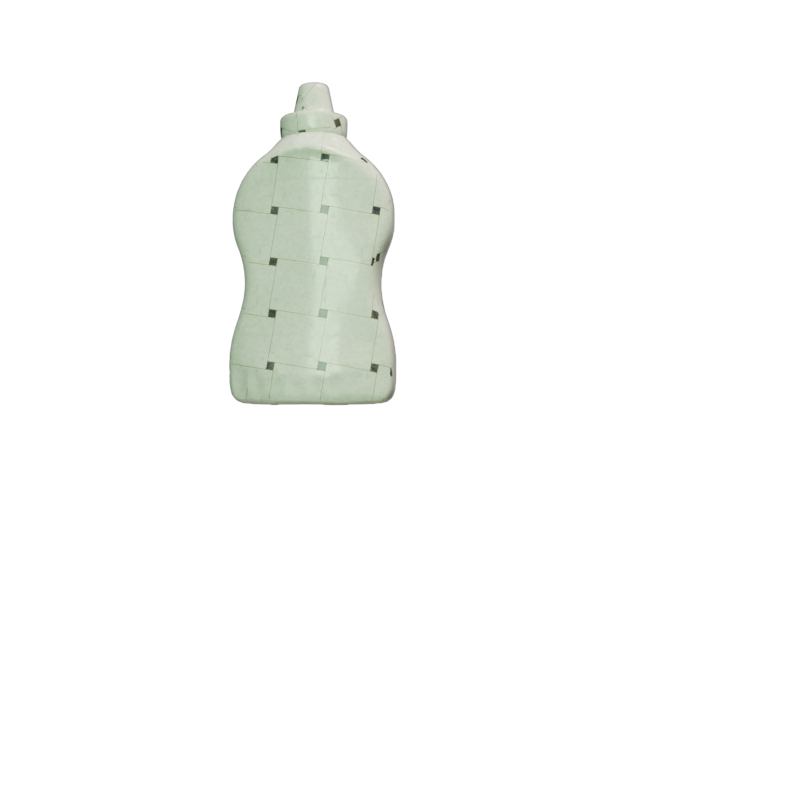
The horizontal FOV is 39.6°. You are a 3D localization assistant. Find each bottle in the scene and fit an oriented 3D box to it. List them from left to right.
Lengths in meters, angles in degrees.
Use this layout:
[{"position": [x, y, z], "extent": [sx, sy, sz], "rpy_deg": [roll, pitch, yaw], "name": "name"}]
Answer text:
[{"position": [-0.052, -0.094, 0.660], "extent": [0.097, 0.195, 0.057], "rpy_deg": [-1, -7, 10], "name": "bottle"}]
